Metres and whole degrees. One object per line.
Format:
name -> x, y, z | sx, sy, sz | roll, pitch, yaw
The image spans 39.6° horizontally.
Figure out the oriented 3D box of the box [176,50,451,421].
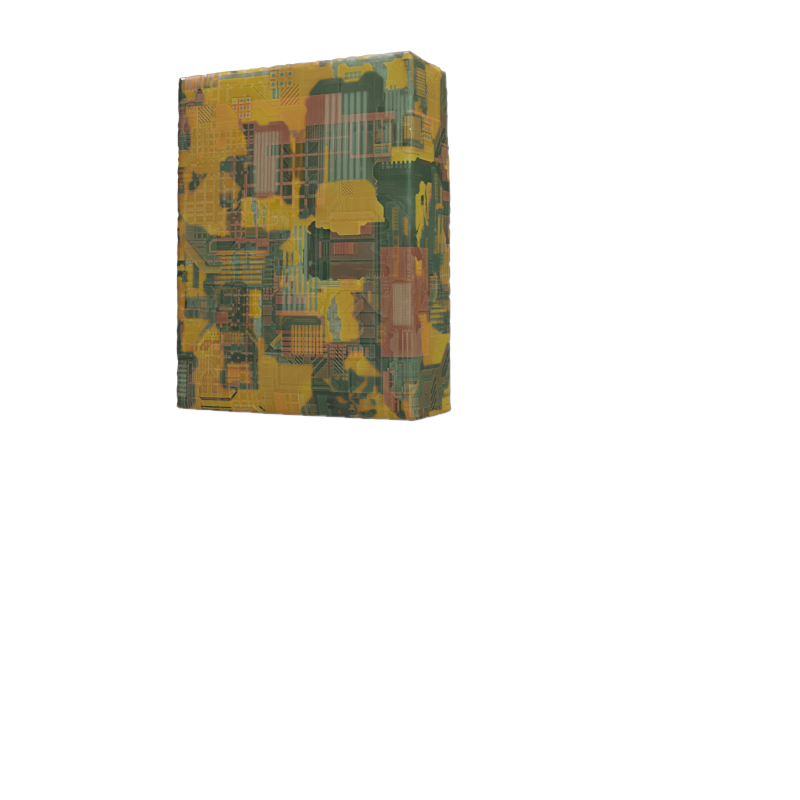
box -> -0.054, -0.099, 0.695 | 0.169, 0.215, 0.069 | 0, -3, 25
